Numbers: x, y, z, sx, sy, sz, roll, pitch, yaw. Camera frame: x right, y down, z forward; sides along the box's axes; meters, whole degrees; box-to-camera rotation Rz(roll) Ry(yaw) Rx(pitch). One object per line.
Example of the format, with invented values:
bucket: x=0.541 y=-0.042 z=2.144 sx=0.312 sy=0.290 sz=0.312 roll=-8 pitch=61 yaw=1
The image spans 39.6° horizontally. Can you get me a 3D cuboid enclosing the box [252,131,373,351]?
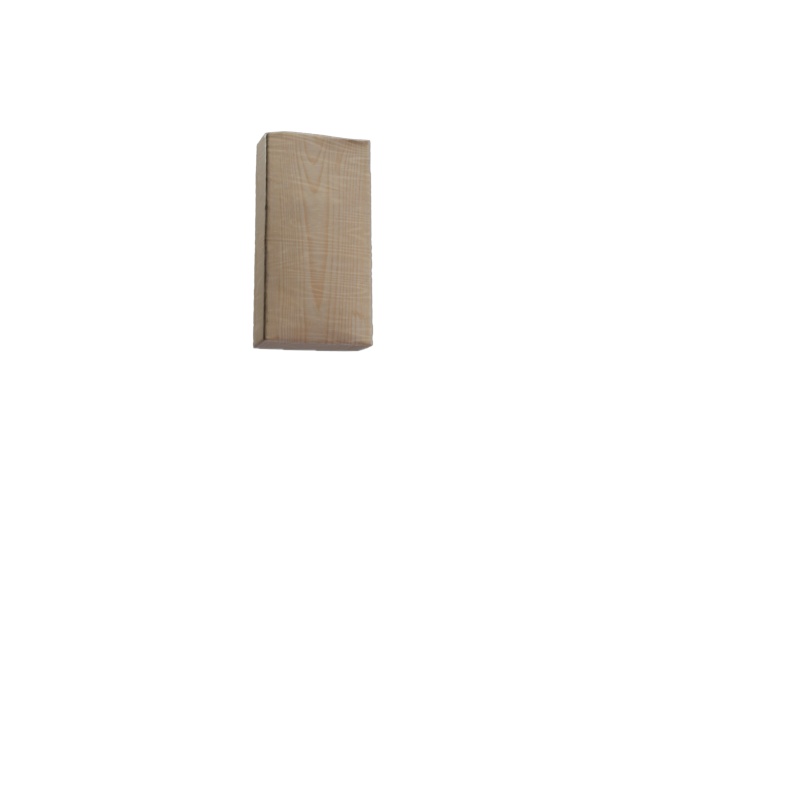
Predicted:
box: x=-0.071 y=-0.130 z=0.908 sx=0.091 sy=0.182 sz=0.048 roll=3 pitch=-13 yaw=-16
